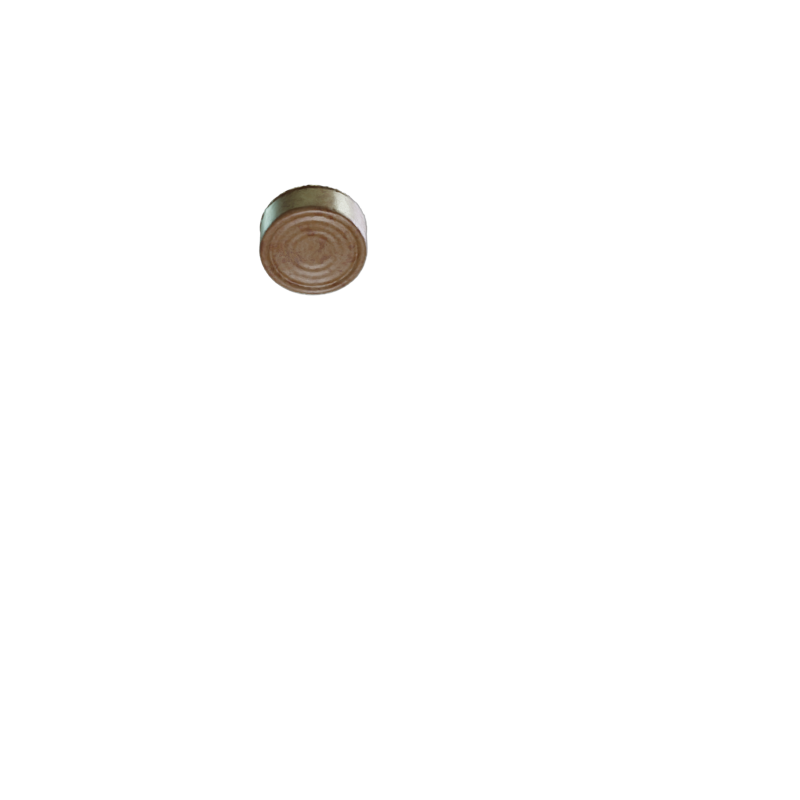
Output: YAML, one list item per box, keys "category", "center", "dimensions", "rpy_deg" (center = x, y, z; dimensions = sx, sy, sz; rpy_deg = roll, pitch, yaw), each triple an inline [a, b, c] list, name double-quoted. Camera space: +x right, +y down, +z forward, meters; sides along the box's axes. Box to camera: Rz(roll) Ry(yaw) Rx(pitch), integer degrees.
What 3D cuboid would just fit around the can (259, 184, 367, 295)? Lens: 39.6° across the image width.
- category: "can"
  center: [-0.068, -0.124, 0.869]
  dimensions: [0.086, 0.080, 0.036]
  rpy_deg: [1, 39, -1]
